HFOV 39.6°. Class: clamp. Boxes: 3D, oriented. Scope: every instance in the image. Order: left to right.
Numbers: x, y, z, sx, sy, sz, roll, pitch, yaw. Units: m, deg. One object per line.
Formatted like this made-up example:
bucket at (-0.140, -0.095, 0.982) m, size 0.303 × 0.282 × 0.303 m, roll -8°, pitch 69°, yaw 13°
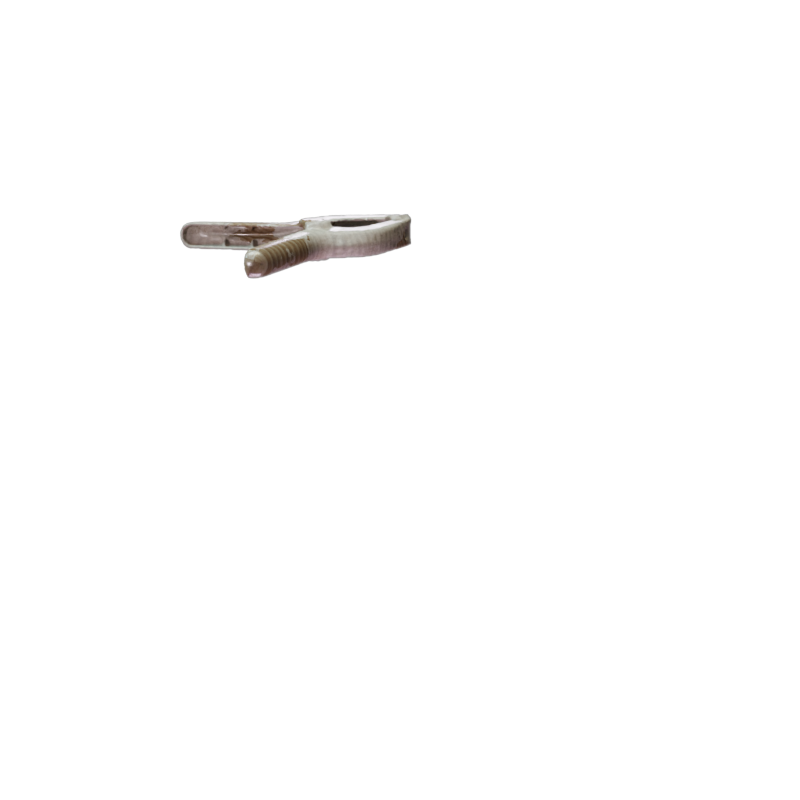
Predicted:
clamp at (-0.078, -0.142, 0.997) m, size 0.206 × 0.035 × 0.174 m, roll -7°, pitch 21°, yaw -20°
